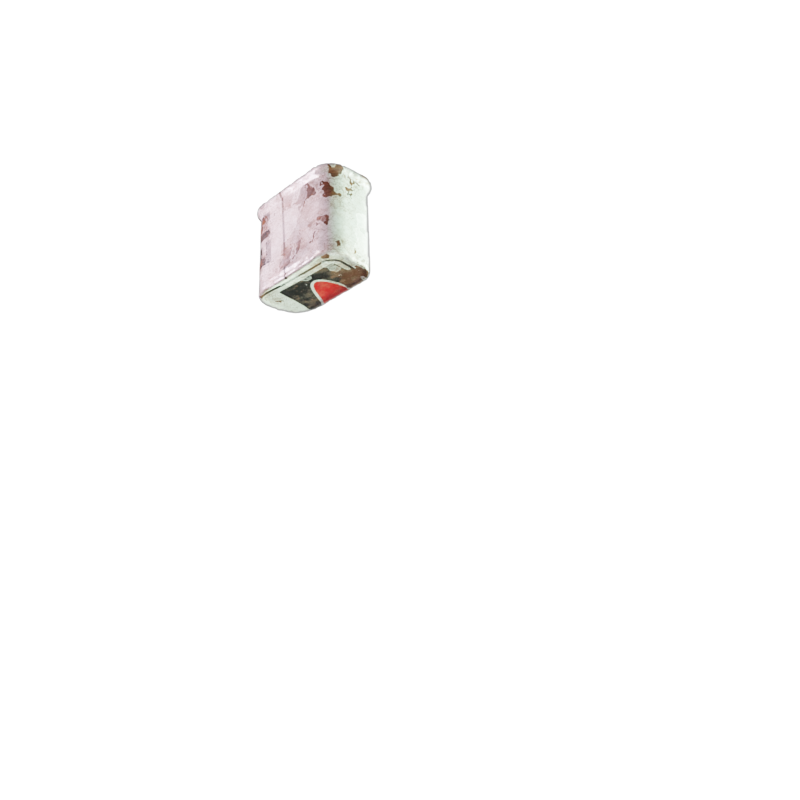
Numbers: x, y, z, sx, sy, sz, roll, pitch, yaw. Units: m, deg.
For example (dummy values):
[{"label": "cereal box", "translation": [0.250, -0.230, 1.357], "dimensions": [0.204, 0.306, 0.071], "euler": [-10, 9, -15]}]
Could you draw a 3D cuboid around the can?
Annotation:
[{"label": "can", "translation": [-0.069, -0.127, 0.886], "dimensions": [0.054, 0.089, 0.102], "euler": [25, -39, -37]}]
